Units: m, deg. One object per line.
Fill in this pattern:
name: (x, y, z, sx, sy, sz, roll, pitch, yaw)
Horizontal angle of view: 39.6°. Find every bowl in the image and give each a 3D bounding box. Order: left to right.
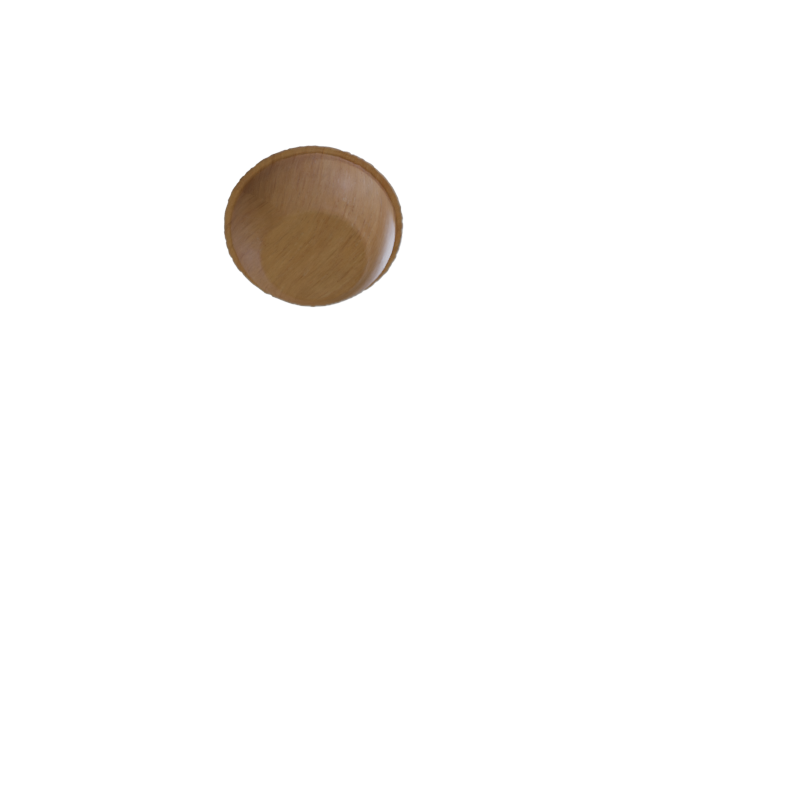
bowl: (-0.076, -0.139, 0.972, 0.162, 0.152, 0.059, 1, 31, -1)
